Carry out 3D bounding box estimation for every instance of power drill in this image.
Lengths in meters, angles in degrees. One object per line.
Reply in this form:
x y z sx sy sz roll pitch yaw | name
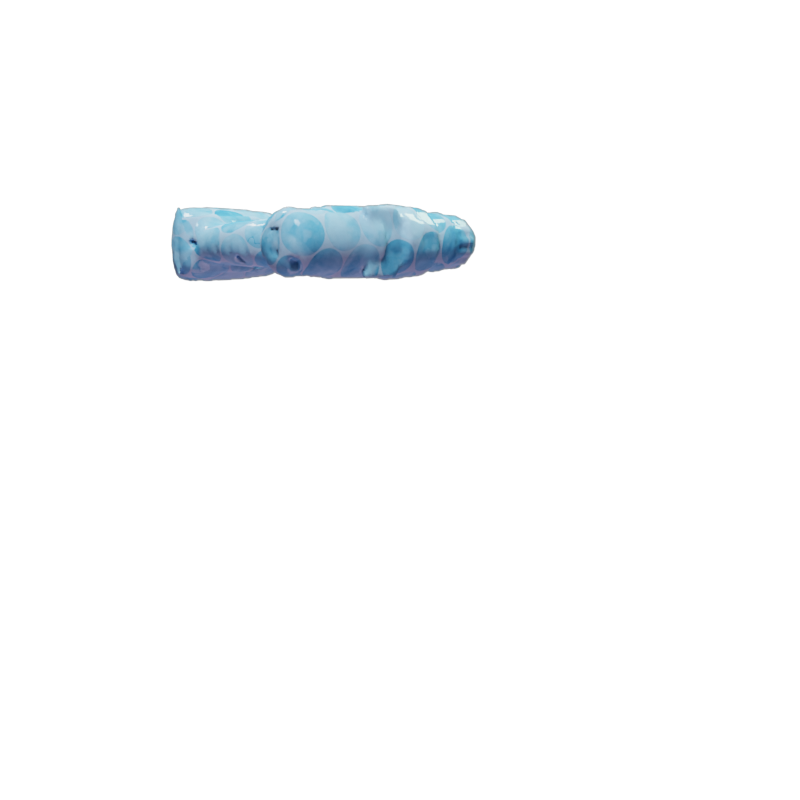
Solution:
-0.064 -0.116 0.812 0.177 0.057 0.195 -4 7 -43 | power drill
